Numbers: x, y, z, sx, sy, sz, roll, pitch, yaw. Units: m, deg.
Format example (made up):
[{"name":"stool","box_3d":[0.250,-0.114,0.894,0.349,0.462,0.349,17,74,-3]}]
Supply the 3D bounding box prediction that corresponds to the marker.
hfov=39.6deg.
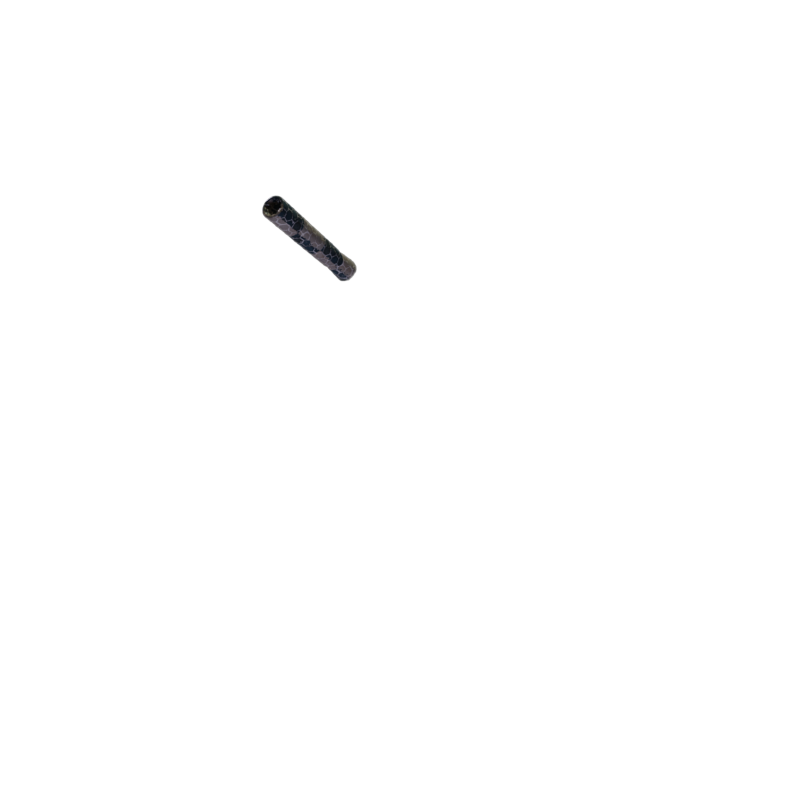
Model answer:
[{"name":"marker","box_3d":[-0.066,-0.121,0.846,0.020,0.020,0.112,3,-18,30]}]
